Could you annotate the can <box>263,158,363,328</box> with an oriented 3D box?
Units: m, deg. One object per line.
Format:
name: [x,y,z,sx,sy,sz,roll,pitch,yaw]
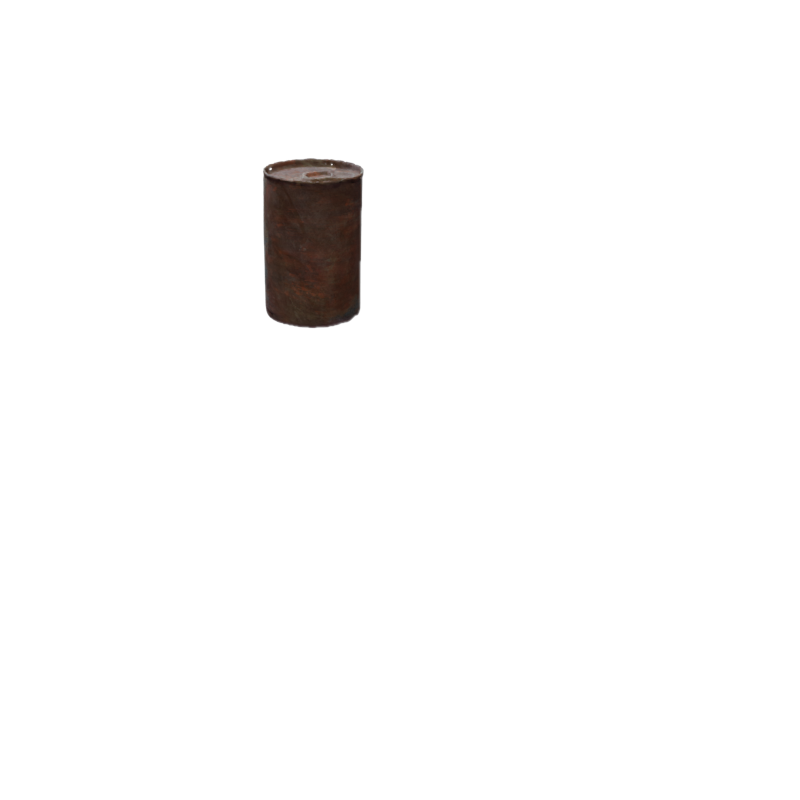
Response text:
can: [-0.059,-0.108,0.758,0.068,0.098,0.072,0,20,-2]
